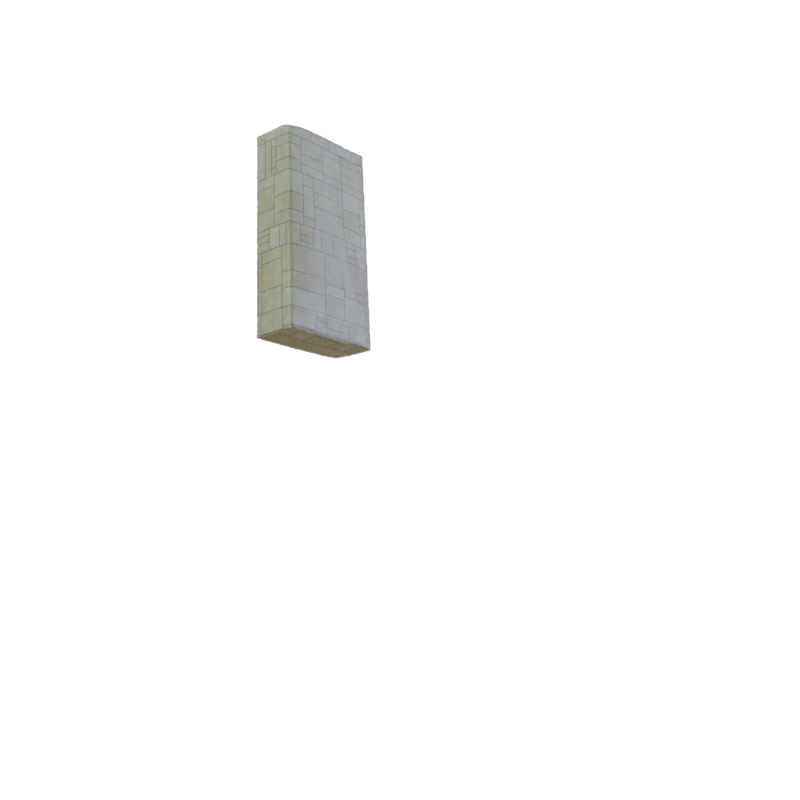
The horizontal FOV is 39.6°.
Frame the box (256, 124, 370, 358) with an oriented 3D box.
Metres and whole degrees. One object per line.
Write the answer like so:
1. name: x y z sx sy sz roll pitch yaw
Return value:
1. box: -0.070 -0.128 0.899 0.049 0.185 0.088 -18 -25 39
